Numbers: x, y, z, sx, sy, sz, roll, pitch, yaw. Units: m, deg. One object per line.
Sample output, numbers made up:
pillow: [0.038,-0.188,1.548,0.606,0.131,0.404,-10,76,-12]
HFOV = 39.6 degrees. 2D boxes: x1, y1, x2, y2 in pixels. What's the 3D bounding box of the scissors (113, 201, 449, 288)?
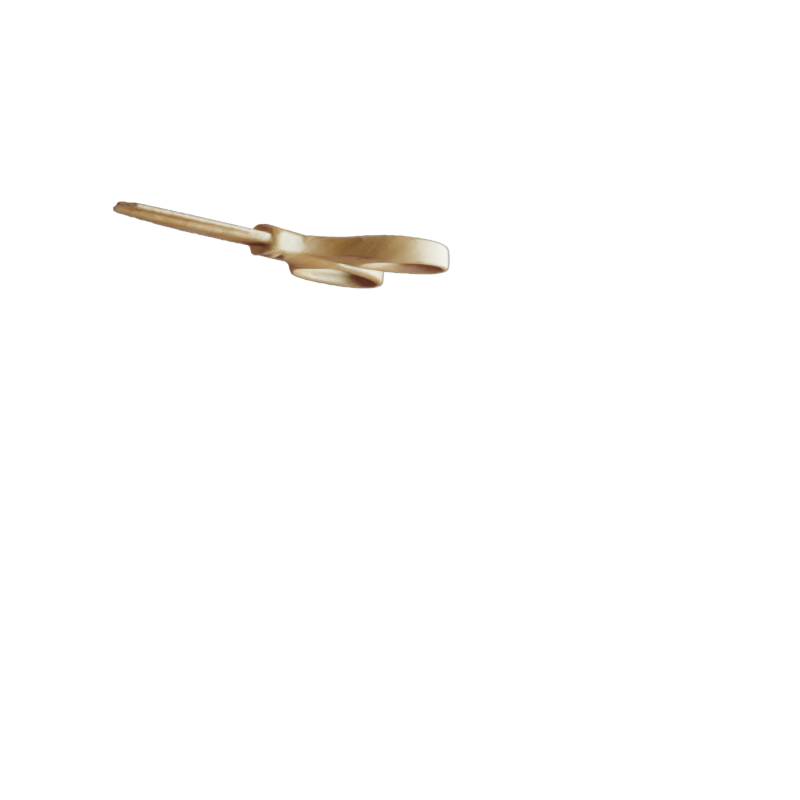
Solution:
scissors: [-0.042,-0.077,0.540,0.099,0.016,0.193,-2,-4,22]
